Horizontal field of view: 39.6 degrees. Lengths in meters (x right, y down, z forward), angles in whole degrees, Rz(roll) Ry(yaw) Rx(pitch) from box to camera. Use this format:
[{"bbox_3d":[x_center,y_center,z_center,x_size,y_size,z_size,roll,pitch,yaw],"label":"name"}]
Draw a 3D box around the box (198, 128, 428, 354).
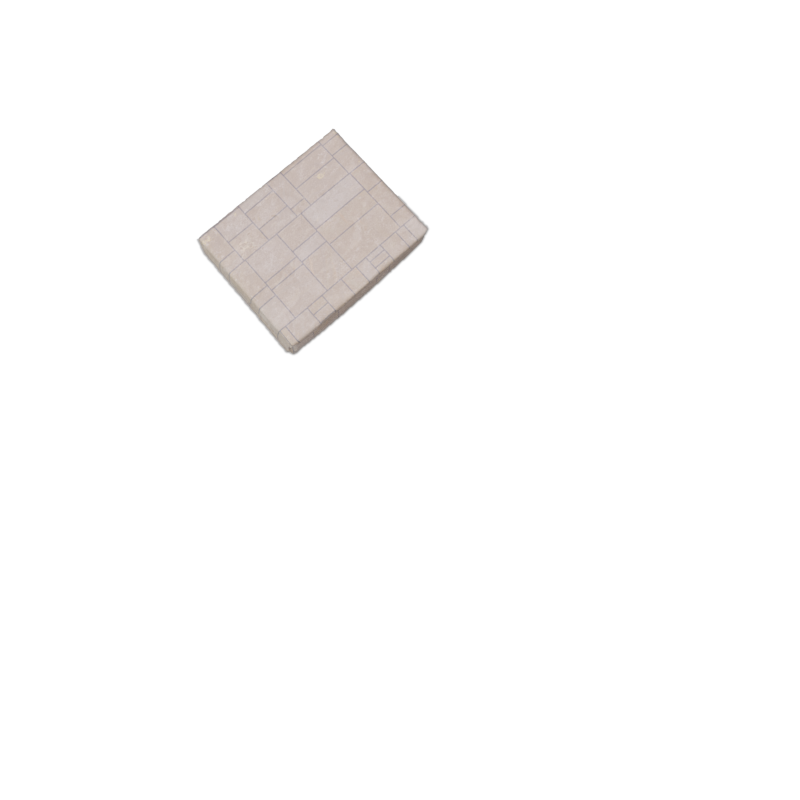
[{"bbox_3d":[-0.054,-0.098,0.688,0.114,0.093,0.037,-40,-11,-11],"label":"box"}]
